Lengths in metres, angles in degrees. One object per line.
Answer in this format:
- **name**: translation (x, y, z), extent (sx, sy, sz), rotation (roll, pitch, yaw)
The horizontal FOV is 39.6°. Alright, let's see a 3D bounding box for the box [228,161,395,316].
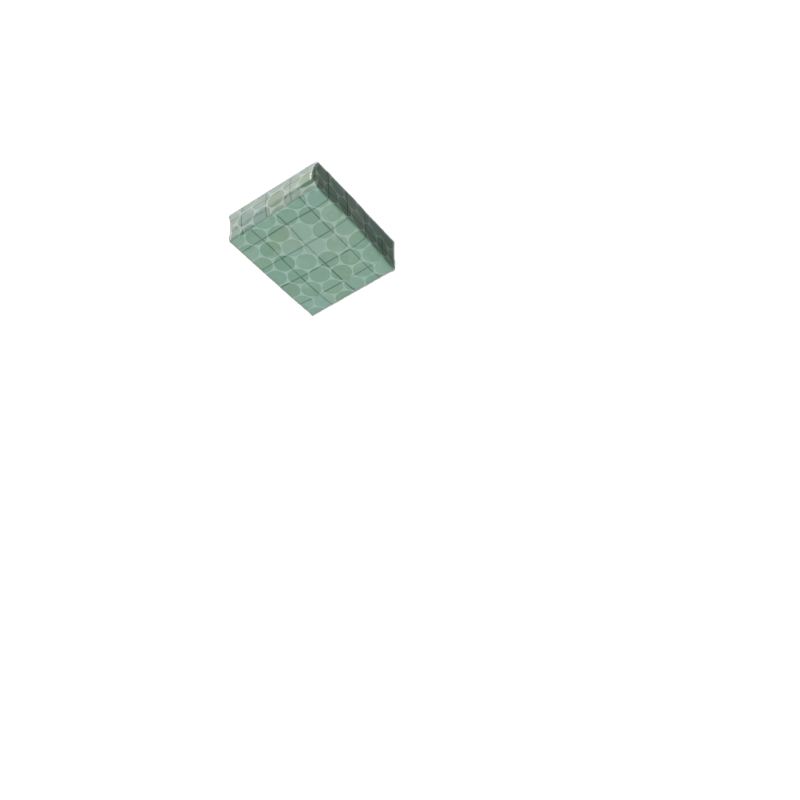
- **box**: translation (-0.070, -0.128, 0.898), extent (0.090, 0.042, 0.106), rotation (-28, -52, 24)
